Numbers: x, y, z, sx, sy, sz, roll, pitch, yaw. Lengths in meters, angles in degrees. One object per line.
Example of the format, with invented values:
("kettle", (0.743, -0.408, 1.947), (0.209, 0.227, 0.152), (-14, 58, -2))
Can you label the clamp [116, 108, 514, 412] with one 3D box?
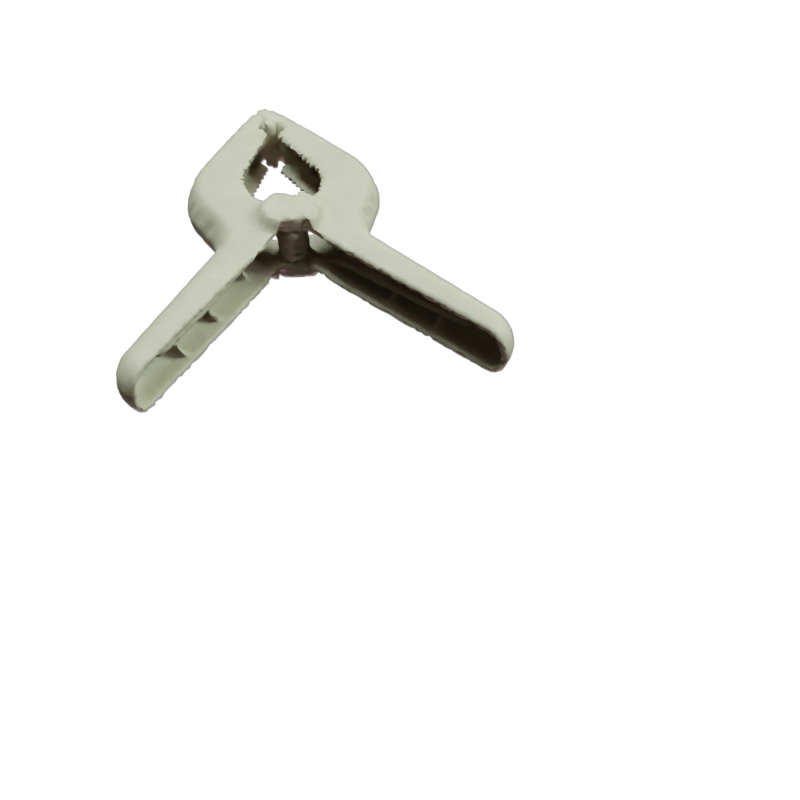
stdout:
("clamp", (-0.041, -0.075, 0.526), (0.164, 0.034, 0.226), (-2, 41, -3))
